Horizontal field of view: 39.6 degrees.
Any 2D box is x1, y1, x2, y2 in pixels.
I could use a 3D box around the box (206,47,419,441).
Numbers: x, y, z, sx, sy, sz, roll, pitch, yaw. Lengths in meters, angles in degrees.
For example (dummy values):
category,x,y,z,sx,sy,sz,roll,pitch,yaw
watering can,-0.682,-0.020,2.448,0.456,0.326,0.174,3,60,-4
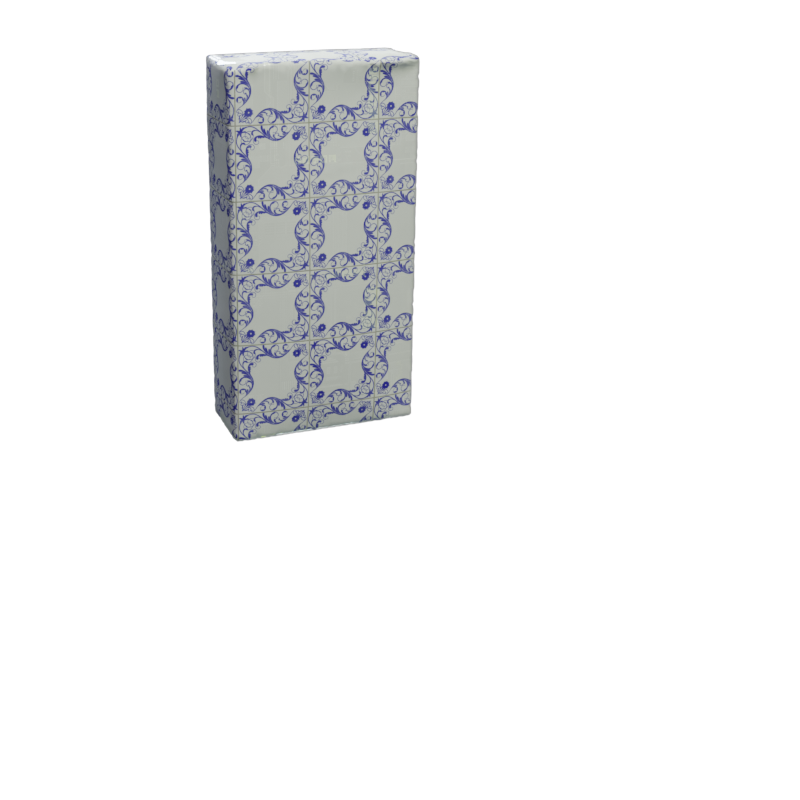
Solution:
category,x,y,z,sx,sy,sz,roll,pitch,yaw
box,-0.041,-0.074,0.522,0.091,0.169,0.051,-7,21,-21
